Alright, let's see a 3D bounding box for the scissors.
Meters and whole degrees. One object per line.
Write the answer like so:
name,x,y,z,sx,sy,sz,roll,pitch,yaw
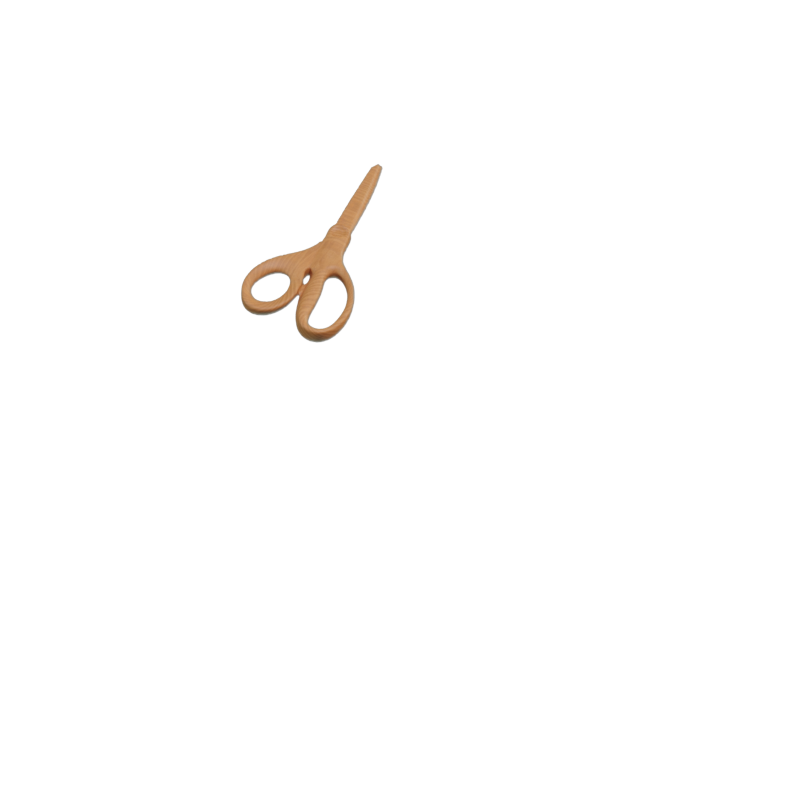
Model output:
scissors,-0.070,-0.127,0.888,0.097,0.215,0.015,3,-42,3
